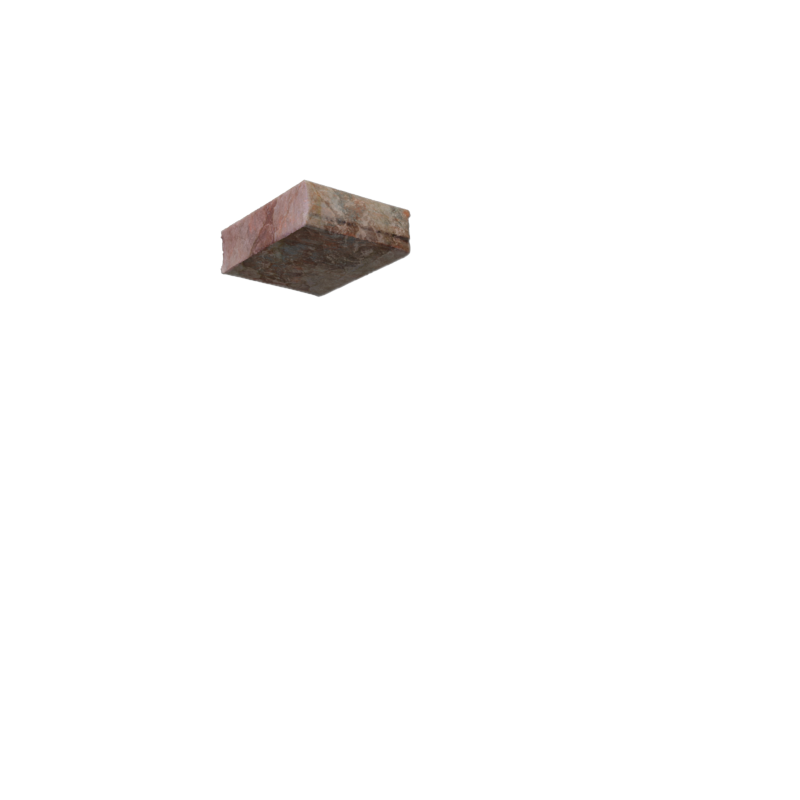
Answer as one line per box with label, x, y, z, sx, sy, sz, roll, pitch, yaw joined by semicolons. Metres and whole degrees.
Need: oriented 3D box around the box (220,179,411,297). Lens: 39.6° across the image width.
box;-0.061;-0.111;0.780;0.085;0.041;0.114;13;-22;-35
